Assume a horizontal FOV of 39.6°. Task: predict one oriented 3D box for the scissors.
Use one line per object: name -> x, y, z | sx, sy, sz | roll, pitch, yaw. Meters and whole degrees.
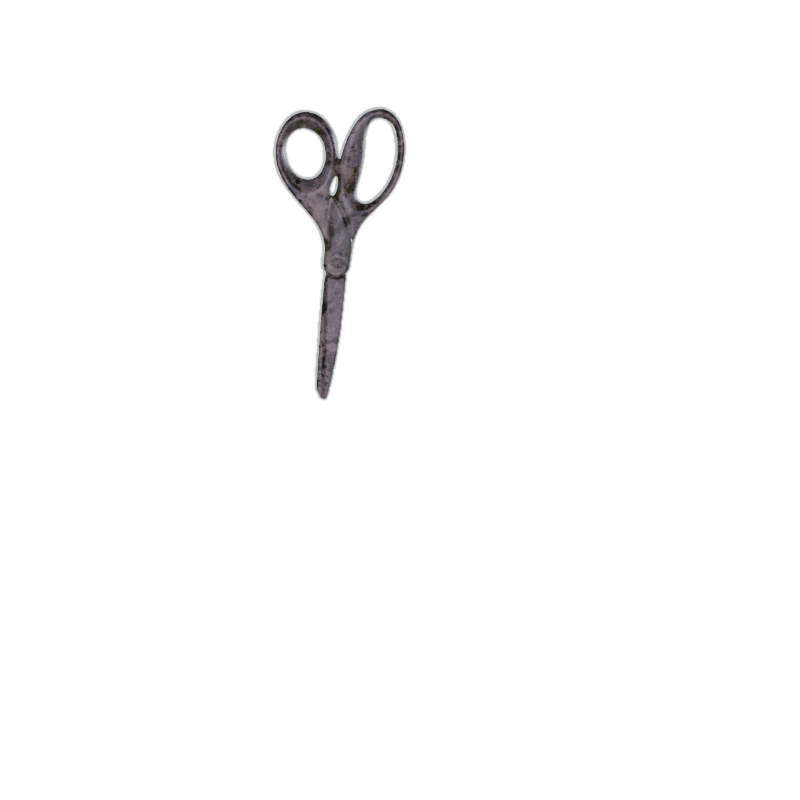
scissors -> -0.059, -0.108, 0.754 | 0.095, 0.199, 0.016 | 21, 8, -3
